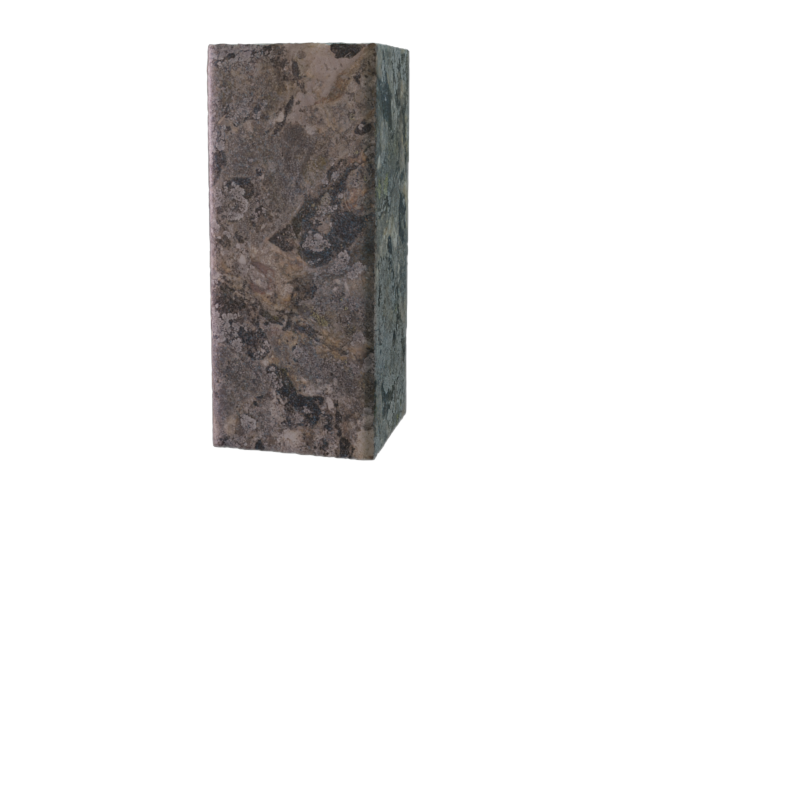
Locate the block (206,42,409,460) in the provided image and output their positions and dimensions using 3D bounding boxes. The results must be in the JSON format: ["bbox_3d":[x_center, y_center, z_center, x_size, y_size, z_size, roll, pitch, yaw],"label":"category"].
[{"bbox_3d":[-0.047,-0.085,0.593,0.092,0.202,0.091,3,10,12],"label":"block"}]
